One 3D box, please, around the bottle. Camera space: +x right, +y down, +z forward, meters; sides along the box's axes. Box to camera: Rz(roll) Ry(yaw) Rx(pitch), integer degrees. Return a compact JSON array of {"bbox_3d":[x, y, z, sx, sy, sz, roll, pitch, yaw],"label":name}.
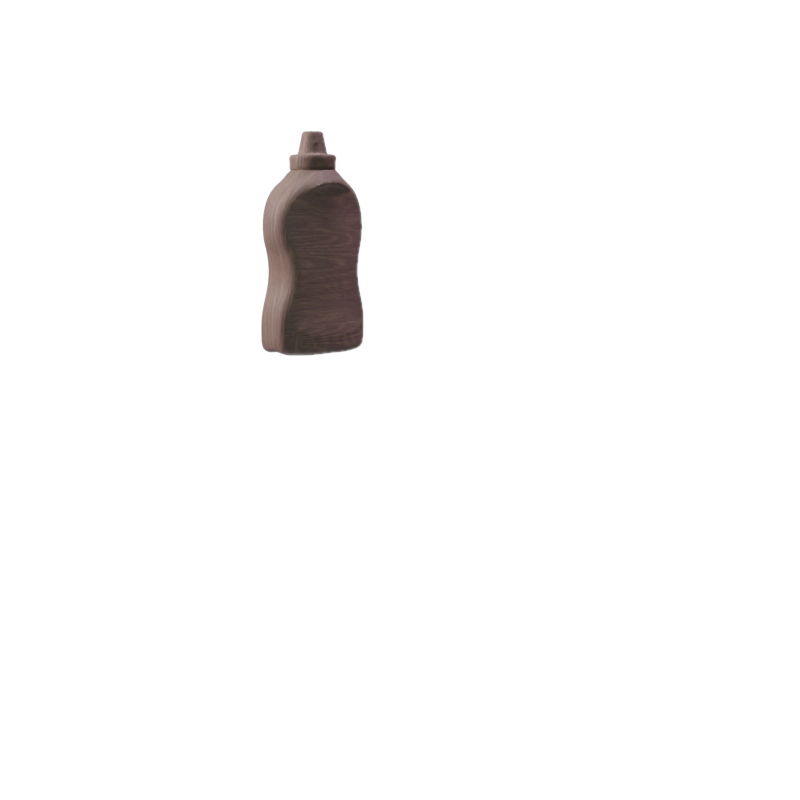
[{"bbox_3d":[-0.076,-0.138,0.969,0.093,0.190,0.061,-3,4,-40],"label":"bottle"}]
